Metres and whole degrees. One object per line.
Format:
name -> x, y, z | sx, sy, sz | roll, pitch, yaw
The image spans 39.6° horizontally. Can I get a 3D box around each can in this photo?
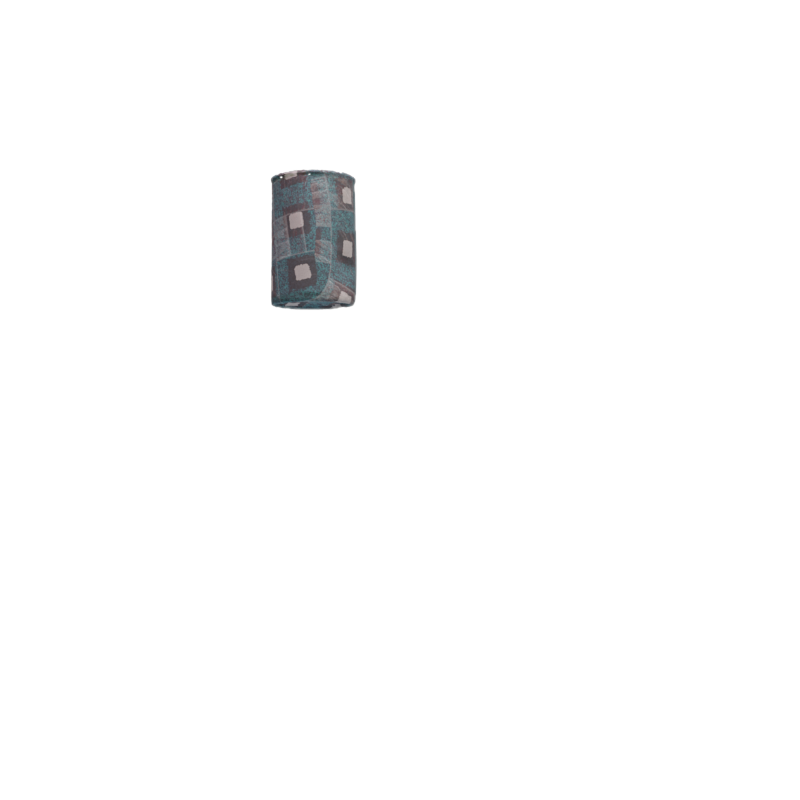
can -> -0.069, -0.126, 0.879 | 0.068, 0.104, 0.067 | 0, -7, -2
